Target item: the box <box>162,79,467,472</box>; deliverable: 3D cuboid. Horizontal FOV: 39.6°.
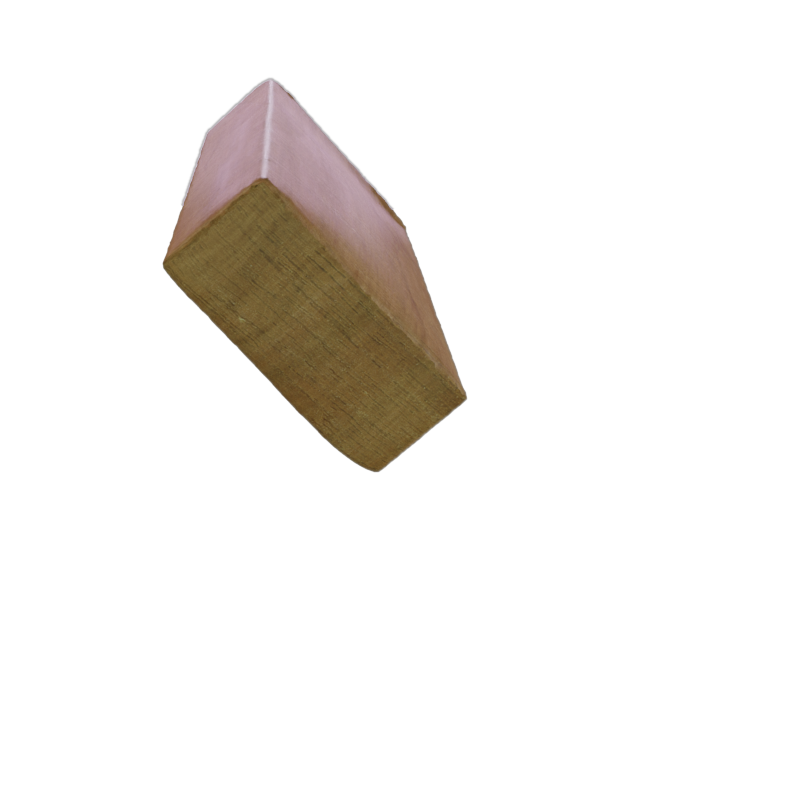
[{"bbox_3d":[-0.031,-0.057,0.398,0.048,0.089,0.186,-39,22,14],"label":"box"}]
